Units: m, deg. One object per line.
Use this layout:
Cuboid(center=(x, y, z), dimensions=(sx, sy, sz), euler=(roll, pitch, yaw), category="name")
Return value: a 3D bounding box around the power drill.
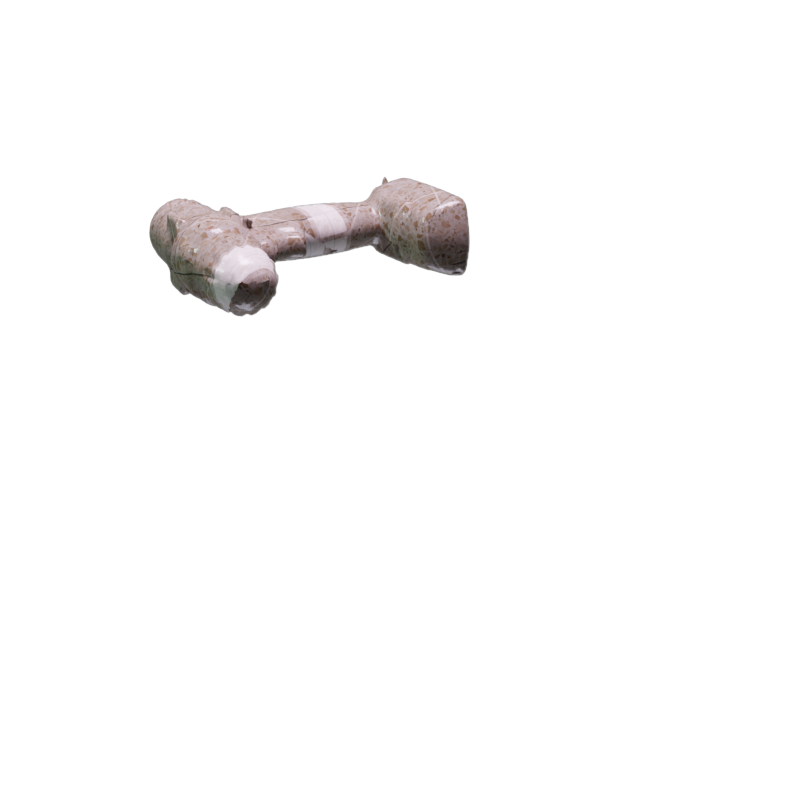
Cuboid(center=(-0.055, -0.100, 0.703), dimensions=(0.184, 0.055, 0.196), euler=(-8, 22, -21), category="power drill")
